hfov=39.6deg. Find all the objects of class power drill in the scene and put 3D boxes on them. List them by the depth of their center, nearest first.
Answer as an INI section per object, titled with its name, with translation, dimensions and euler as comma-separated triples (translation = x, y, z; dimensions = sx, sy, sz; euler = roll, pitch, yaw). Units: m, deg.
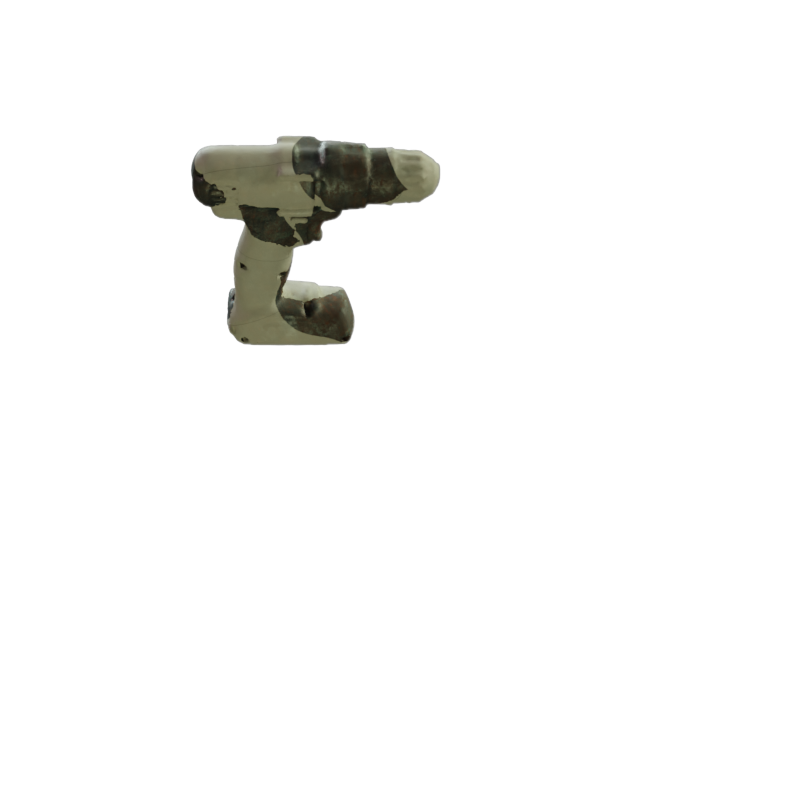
[power drill]
translation = -0.068, -0.124, 0.869
dimensions = 0.184, 0.062, 0.175
euler = 2, -45, -3
